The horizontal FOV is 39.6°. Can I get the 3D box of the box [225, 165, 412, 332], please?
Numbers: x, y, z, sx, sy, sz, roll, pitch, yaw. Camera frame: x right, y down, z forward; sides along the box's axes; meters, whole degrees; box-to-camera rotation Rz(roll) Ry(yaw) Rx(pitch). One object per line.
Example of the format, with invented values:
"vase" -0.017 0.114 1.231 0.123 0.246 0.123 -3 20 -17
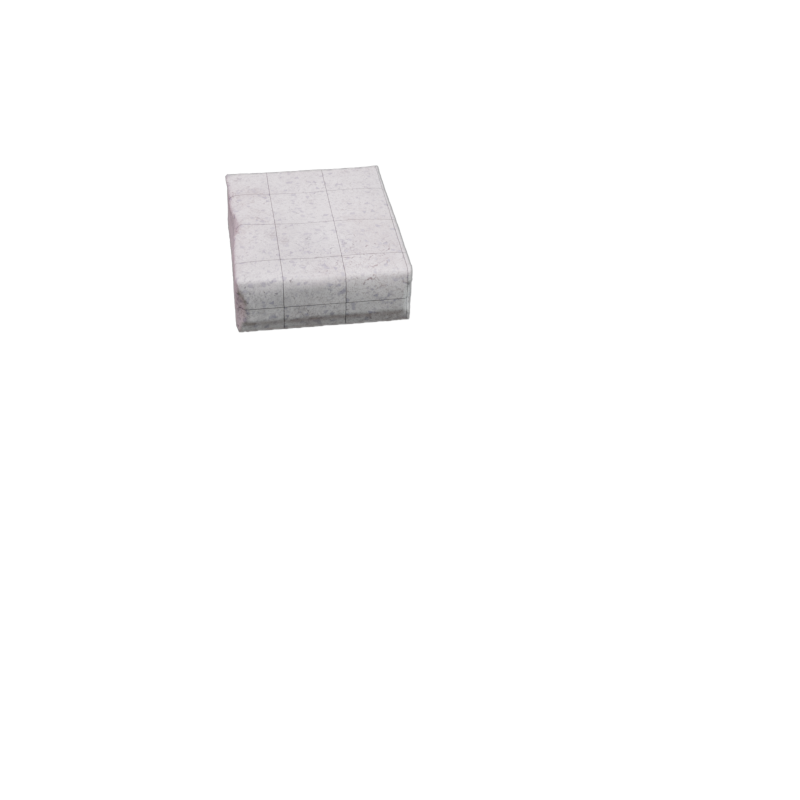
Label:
"box" -0.038 -0.070 0.488 0.072 0.028 0.096 -5 40 -7
